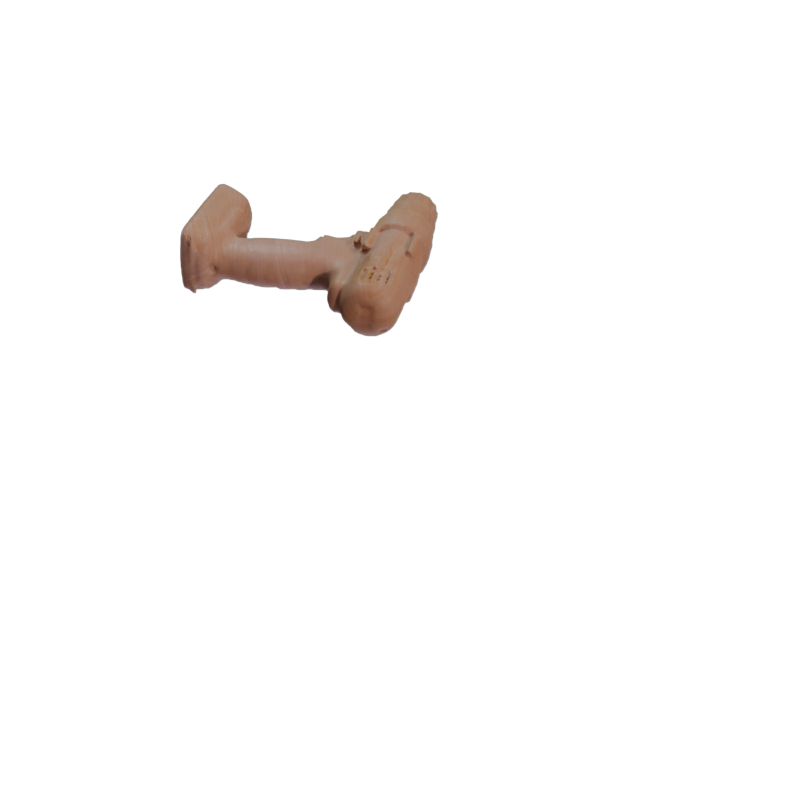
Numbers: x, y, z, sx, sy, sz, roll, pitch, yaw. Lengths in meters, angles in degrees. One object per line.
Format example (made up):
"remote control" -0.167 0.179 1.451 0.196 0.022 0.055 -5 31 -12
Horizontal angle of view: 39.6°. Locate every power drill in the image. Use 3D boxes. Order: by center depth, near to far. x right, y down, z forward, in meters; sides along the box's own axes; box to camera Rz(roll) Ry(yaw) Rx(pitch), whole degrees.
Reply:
"power drill" -0.070 -0.128 0.895 0.192 0.054 0.192 8 35 12
